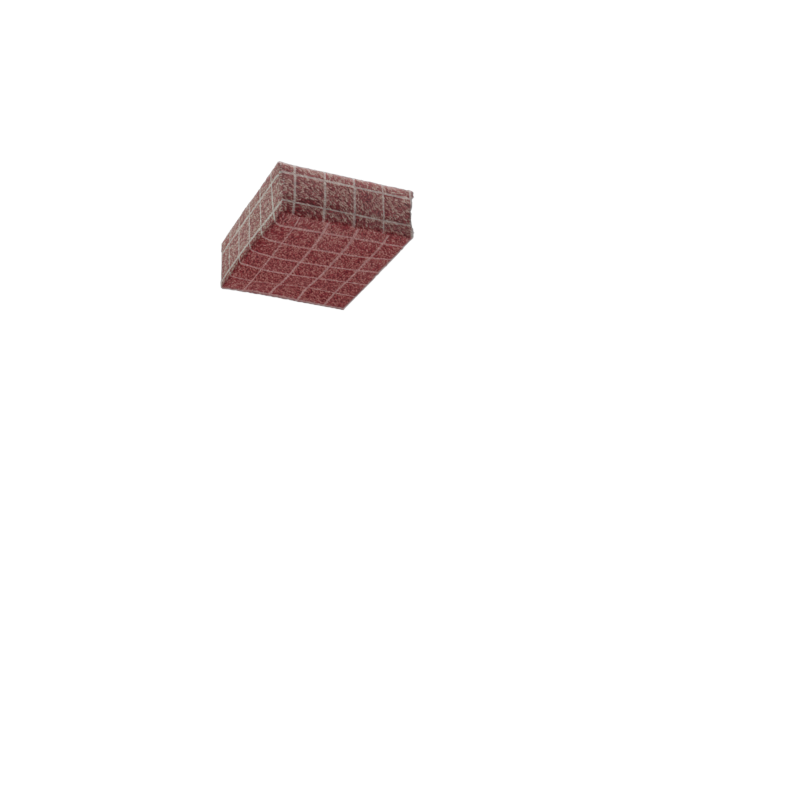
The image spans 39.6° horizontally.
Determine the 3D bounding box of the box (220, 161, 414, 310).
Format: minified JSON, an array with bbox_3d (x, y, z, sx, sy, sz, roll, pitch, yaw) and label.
[{"bbox_3d":[-0.055,-0.100,0.700,0.087,0.041,0.111,9,-23,-23],"label":"box"}]
